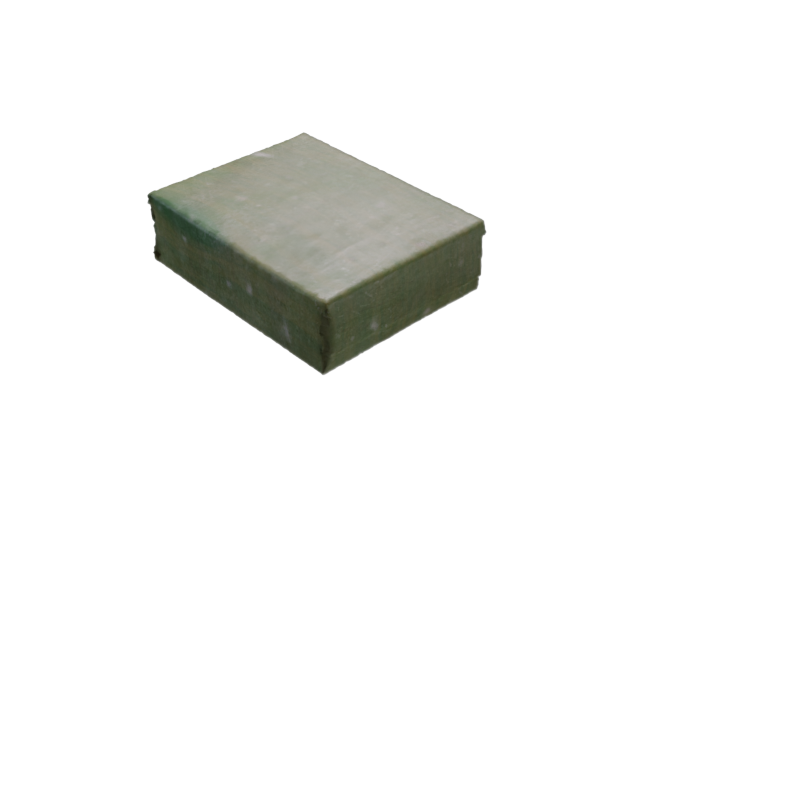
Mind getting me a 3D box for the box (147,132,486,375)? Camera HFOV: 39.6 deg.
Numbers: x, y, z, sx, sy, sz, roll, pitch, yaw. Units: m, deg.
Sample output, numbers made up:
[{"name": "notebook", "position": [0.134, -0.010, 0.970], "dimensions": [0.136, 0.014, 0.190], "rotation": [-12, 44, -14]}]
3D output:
[{"name": "box", "position": [-0.036, -0.066, 0.461], "dimensions": [0.090, 0.036, 0.121], "rotation": [-29, 44, -35]}]
